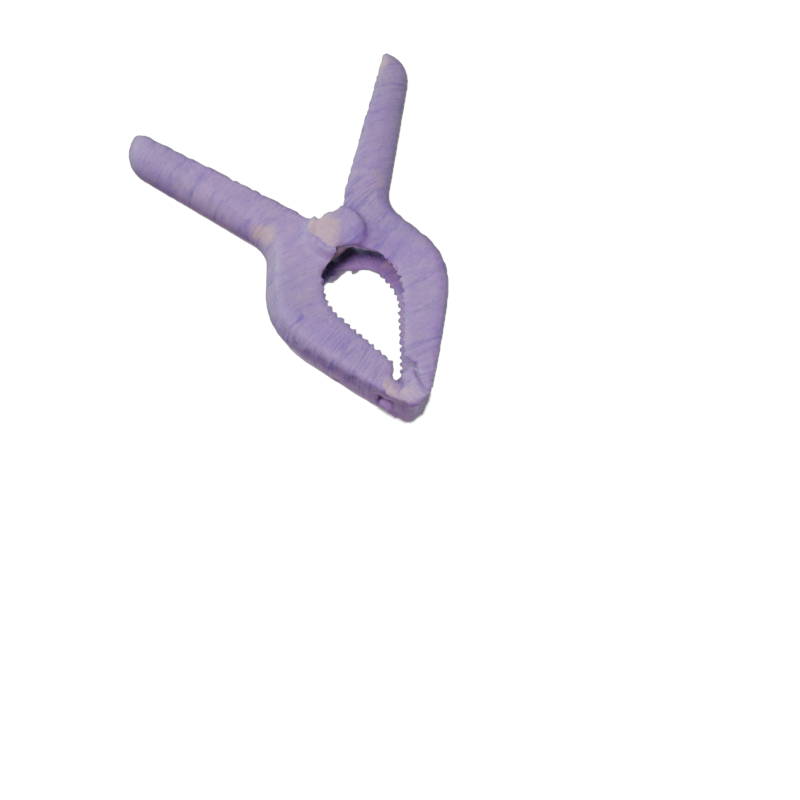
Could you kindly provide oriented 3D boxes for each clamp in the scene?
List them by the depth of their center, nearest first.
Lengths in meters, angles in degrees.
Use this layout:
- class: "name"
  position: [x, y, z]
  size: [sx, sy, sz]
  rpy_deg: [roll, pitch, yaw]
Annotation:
- class: "clamp"
  position: [-0.046, -0.083, 0.583]
  size: [0.163, 0.224, 0.034]
  rpy_deg: [-16, -26, -8]
